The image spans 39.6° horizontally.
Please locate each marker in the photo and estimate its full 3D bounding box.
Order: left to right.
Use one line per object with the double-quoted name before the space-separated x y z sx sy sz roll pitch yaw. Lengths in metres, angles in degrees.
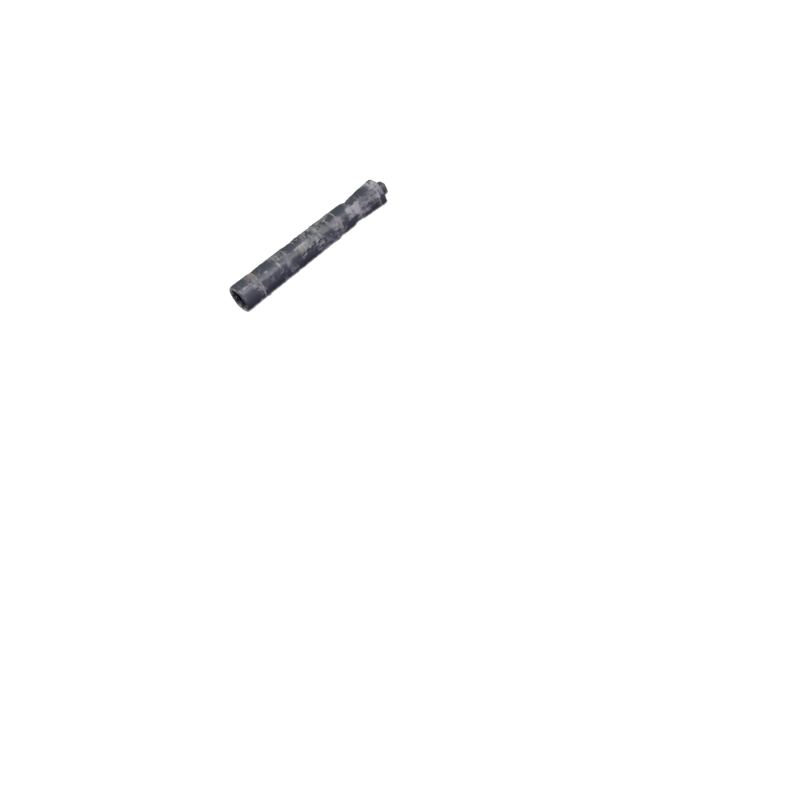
"marker" -0.053 -0.098 0.683 0.122 0.019 0.020 -41 21 -20
